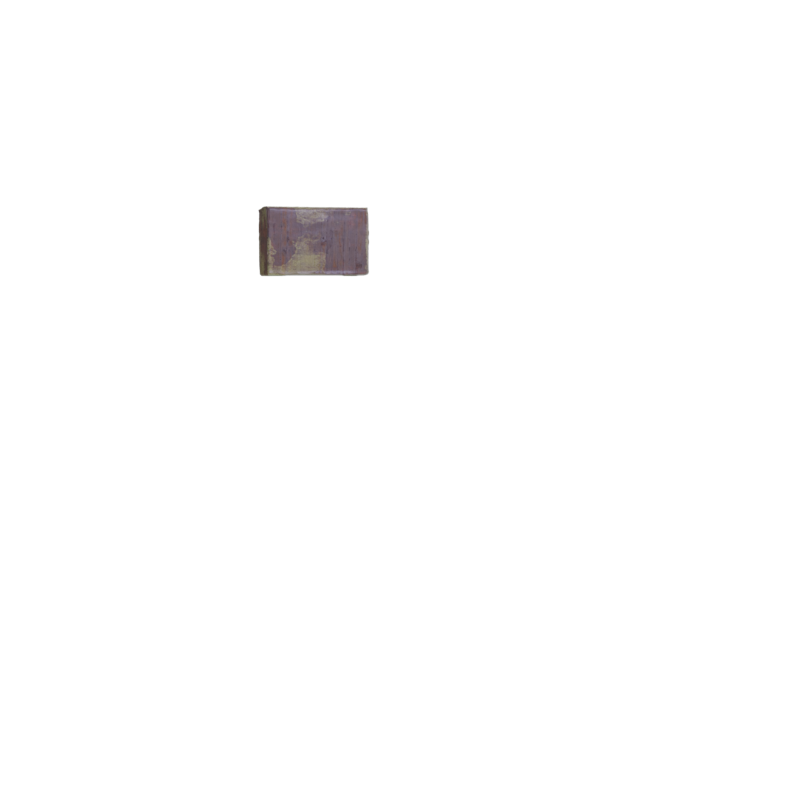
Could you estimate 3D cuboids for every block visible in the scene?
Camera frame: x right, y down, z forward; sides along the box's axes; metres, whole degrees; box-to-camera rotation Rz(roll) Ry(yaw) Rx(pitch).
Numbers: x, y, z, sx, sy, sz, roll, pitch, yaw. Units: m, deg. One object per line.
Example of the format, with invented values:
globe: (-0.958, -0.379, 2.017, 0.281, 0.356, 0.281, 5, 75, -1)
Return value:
block: (-0.065, -0.119, 0.830, 0.077, 0.051, 0.054, -1, 2, -11)
